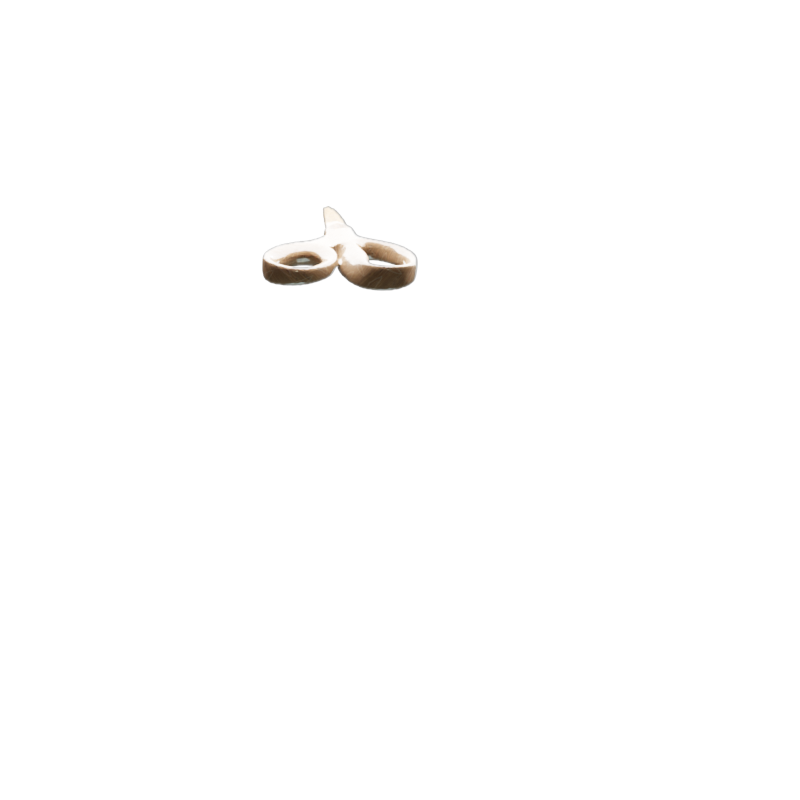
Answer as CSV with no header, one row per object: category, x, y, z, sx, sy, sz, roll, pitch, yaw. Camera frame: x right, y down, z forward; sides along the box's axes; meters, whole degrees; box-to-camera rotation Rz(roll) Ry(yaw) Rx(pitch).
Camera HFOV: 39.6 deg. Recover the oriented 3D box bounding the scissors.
scissors,-0.054,-0.098,0.689,0.094,0.015,0.213,-7,21,-20
